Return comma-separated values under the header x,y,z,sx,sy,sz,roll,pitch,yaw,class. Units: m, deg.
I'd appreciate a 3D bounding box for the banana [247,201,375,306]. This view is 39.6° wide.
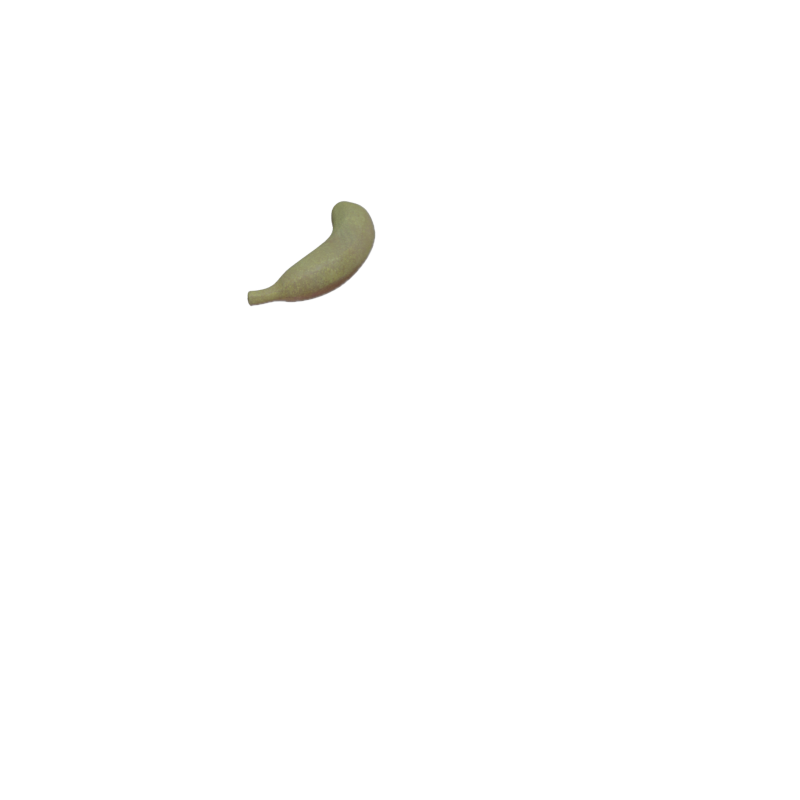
x,y,z,sx,sy,sz,roll,pitch,yaw,class
-0.058,-0.129,0.936,0.072,0.035,0.203,10,31,17,banana
